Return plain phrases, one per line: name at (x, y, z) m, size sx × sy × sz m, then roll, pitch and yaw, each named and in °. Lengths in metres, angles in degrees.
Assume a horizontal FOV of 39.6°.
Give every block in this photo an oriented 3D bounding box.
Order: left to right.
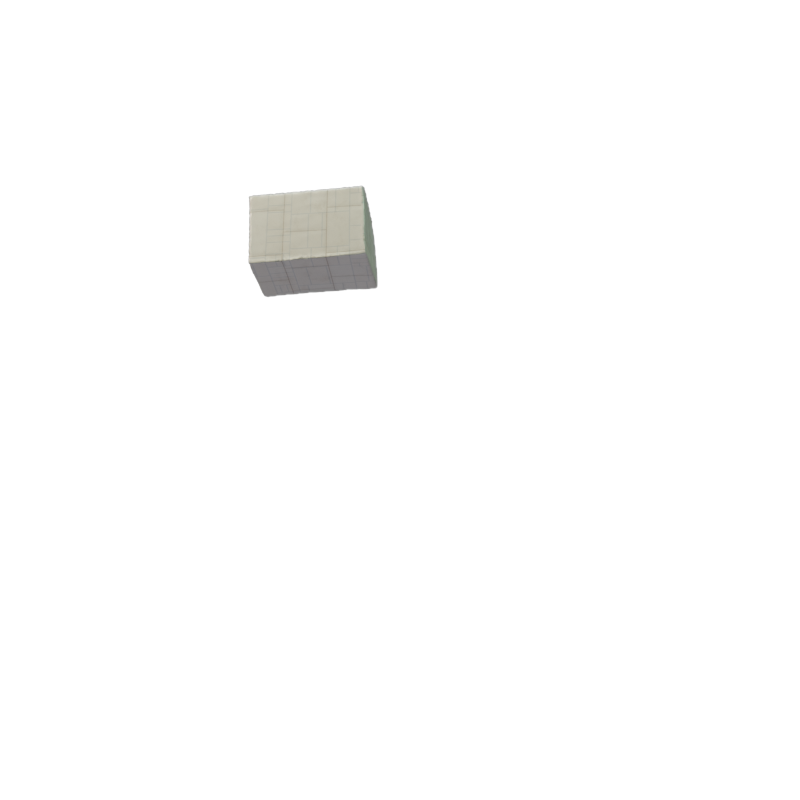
block at (-0.057, -0.103, 0.724) m, size 0.079 × 0.054 × 0.049 m, roll -4°, pitch -24°, yaw 7°
